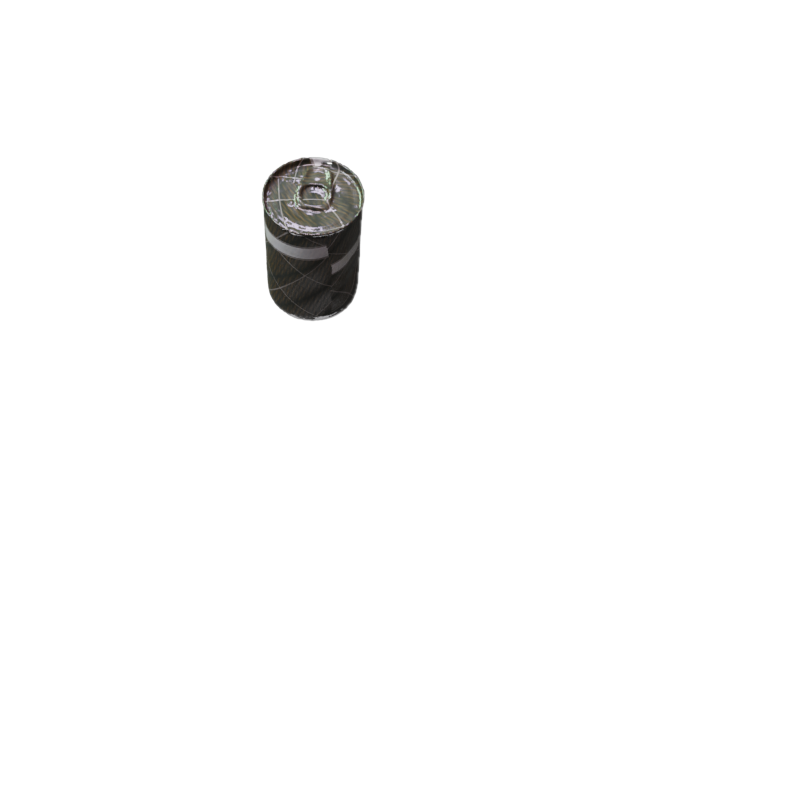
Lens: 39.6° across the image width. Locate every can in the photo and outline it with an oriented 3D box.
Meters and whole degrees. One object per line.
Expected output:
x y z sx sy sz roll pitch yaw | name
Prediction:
-0.060 -0.110 0.770 0.068 0.073 0.096 0 -33 -3 | can
